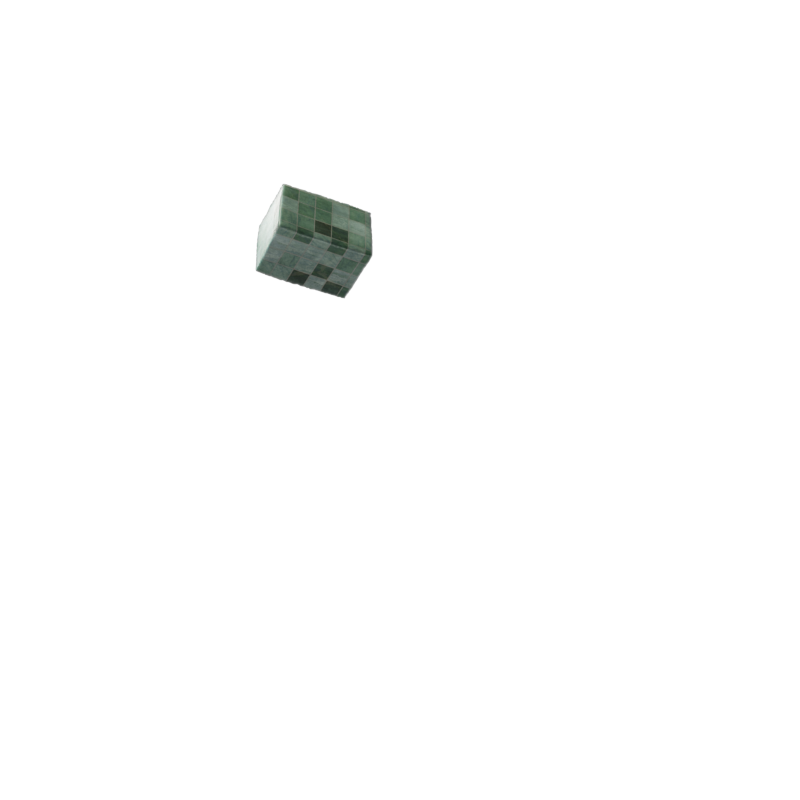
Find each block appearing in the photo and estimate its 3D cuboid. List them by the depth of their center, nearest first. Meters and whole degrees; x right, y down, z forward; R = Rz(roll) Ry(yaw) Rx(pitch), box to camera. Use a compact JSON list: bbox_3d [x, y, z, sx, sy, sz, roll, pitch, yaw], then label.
[{"bbox_3d":[-0.067,-0.122,0.856,0.075,0.055,0.051,17,-47,-18],"label":"block"}]
